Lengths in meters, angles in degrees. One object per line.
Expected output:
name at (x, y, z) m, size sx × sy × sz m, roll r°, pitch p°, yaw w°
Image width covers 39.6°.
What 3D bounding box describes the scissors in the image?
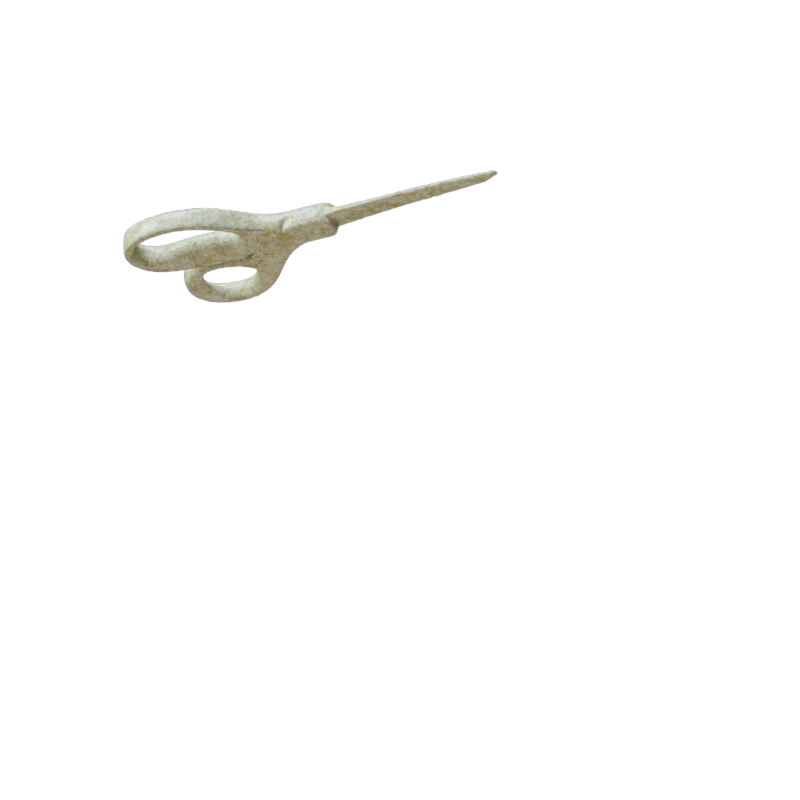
scissors at (-0.046, -0.084, 0.591) m, size 0.204 × 0.017 × 0.090 m, roll -5°, pitch -24°, yaw 10°
